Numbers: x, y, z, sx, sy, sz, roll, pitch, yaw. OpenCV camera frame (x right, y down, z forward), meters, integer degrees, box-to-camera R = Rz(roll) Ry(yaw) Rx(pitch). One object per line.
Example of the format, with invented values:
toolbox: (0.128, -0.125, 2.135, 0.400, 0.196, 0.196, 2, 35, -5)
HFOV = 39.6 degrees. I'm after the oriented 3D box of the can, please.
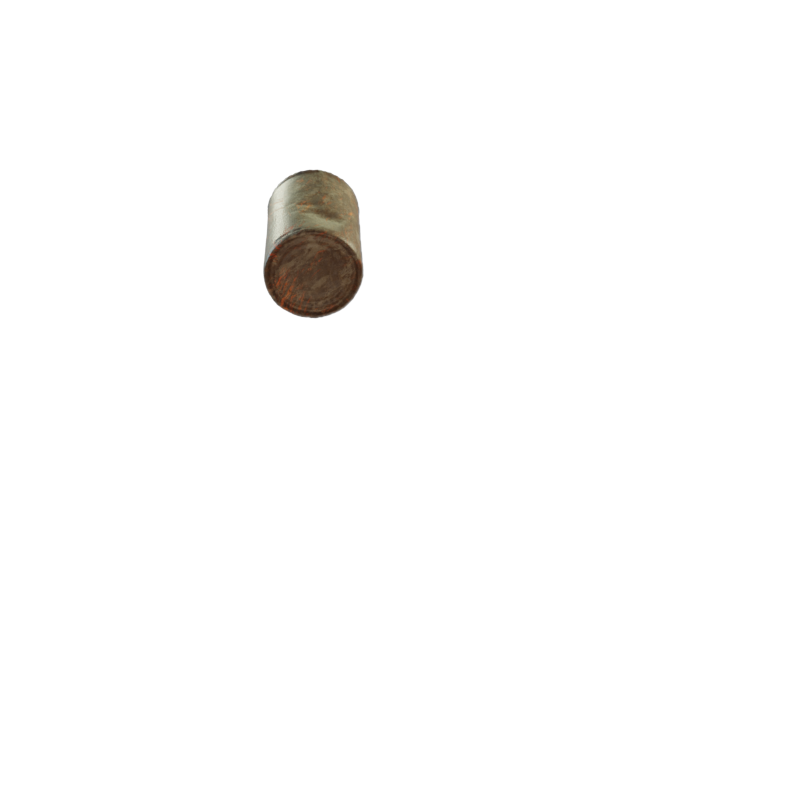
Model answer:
can: (-0.061, -0.111, 0.775, 0.068, 0.065, 0.109, -1, 31, -3)
